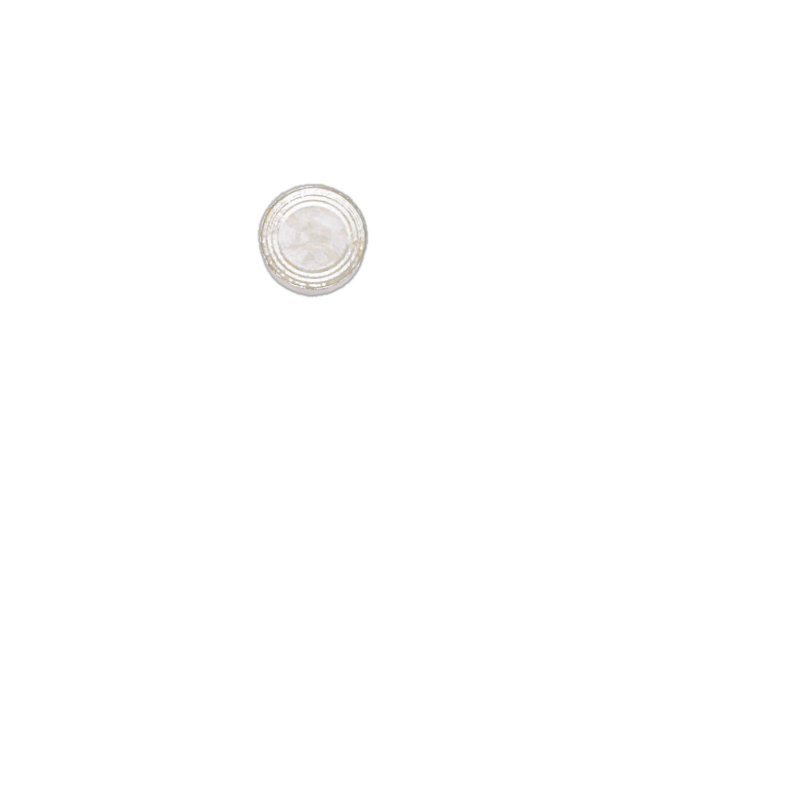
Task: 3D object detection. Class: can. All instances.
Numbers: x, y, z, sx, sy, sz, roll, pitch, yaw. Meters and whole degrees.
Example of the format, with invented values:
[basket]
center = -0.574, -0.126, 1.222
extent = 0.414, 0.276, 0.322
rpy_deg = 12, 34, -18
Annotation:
[can]
center = -0.070, -0.128, 0.894
extent = 0.086, 0.089, 0.032
rpy_deg = 0, -14, -1
